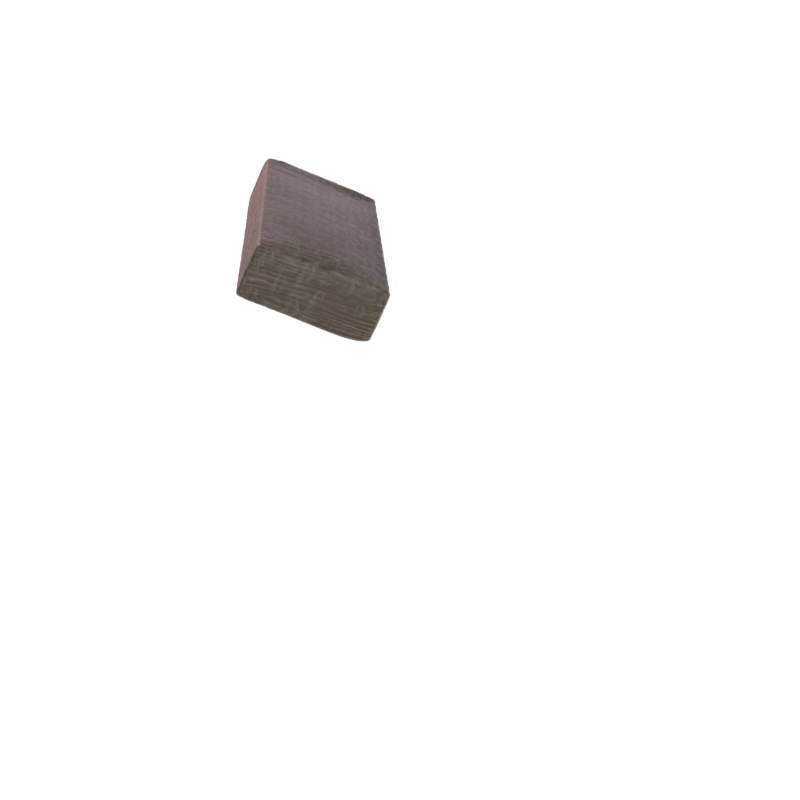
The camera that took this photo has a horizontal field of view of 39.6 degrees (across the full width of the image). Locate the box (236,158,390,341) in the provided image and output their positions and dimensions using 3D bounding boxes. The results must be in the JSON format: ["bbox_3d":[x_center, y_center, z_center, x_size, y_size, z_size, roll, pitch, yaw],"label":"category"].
[{"bbox_3d":[-0.061,-0.111,0.773,0.091,0.046,0.187,19,27,-14],"label":"box"}]
